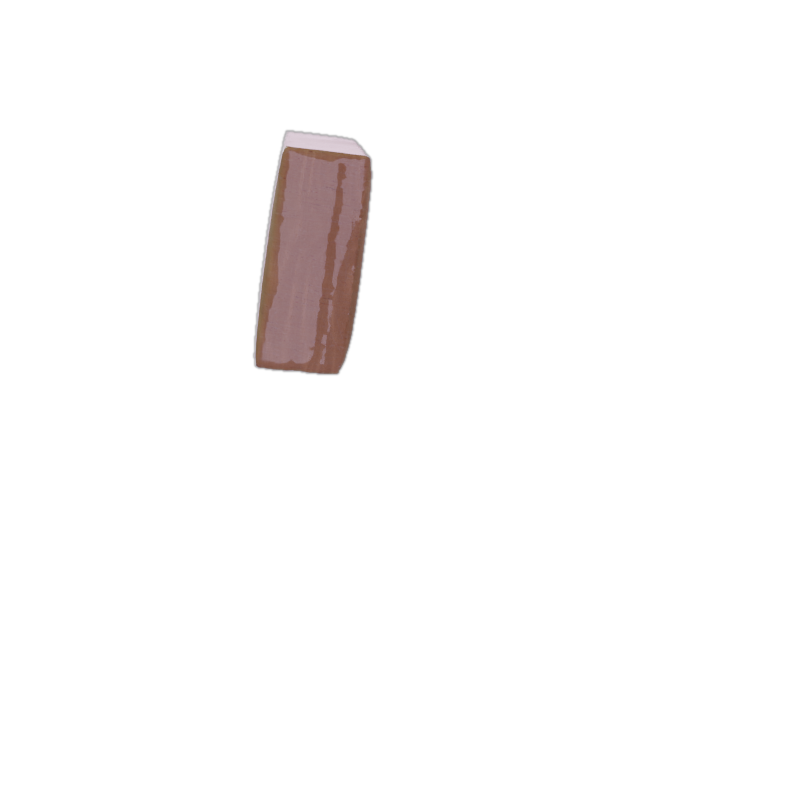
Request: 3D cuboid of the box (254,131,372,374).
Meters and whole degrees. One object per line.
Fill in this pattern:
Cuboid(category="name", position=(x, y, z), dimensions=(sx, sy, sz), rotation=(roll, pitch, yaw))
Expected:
Cuboid(category="box", position=(-0.070, -0.127, 0.891), dimensions=(0.071, 0.160, 0.220), rotation=(7, 13, -6))
